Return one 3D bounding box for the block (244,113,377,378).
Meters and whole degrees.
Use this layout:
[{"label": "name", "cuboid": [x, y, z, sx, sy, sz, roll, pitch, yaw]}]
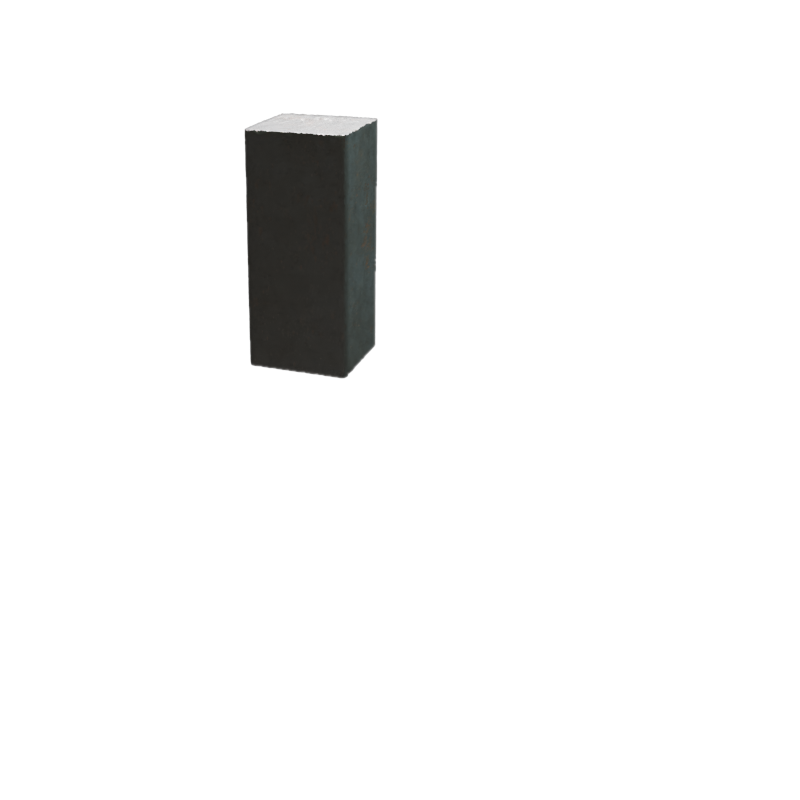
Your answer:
[{"label": "block", "cuboid": [-0.075, -0.135, 0.950, 0.093, 0.198, 0.091, 7, 19, 17]}]
